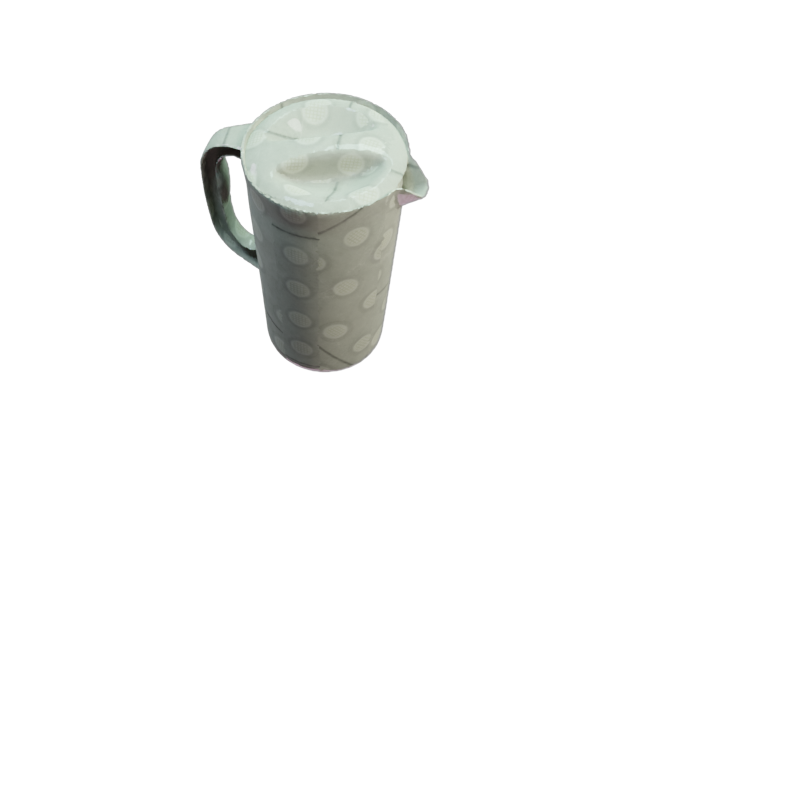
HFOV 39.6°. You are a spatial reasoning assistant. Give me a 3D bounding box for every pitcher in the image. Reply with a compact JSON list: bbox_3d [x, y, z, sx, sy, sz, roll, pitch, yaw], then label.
[{"bbox_3d":[-0.074,-0.135,0.949,0.144,0.160,0.227,-23,-32,-19],"label":"pitcher"}]
